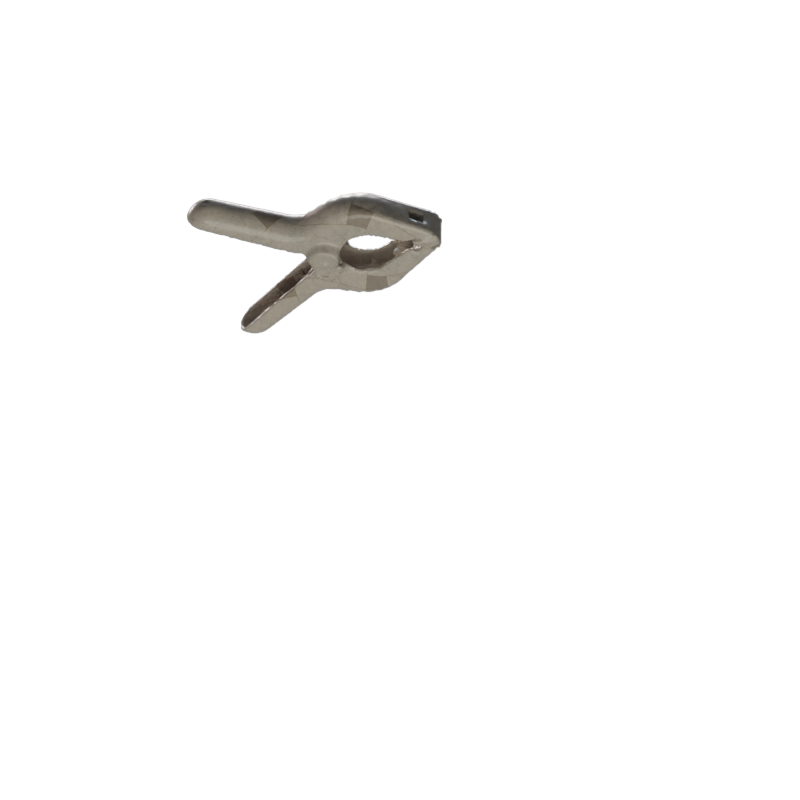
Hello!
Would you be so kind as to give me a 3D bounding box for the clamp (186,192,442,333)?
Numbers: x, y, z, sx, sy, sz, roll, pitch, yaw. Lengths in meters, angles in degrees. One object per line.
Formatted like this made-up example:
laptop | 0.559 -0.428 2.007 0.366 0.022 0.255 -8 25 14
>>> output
clamp | -0.060 -0.110 0.768 0.173 0.042 0.111 -17 -44 18
